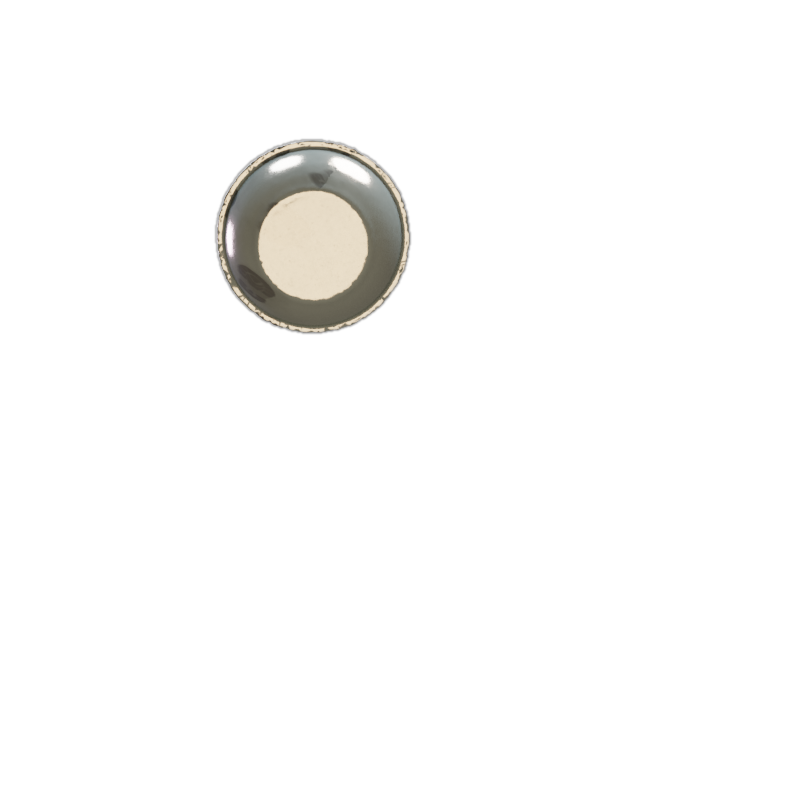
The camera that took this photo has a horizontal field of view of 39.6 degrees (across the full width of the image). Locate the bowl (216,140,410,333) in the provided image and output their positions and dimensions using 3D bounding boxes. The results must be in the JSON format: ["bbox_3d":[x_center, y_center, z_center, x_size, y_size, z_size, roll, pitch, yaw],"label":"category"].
[{"bbox_3d":[-0.070,-0.128,0.895,0.162,0.159,0.056,0,8,-1],"label":"bowl"}]
